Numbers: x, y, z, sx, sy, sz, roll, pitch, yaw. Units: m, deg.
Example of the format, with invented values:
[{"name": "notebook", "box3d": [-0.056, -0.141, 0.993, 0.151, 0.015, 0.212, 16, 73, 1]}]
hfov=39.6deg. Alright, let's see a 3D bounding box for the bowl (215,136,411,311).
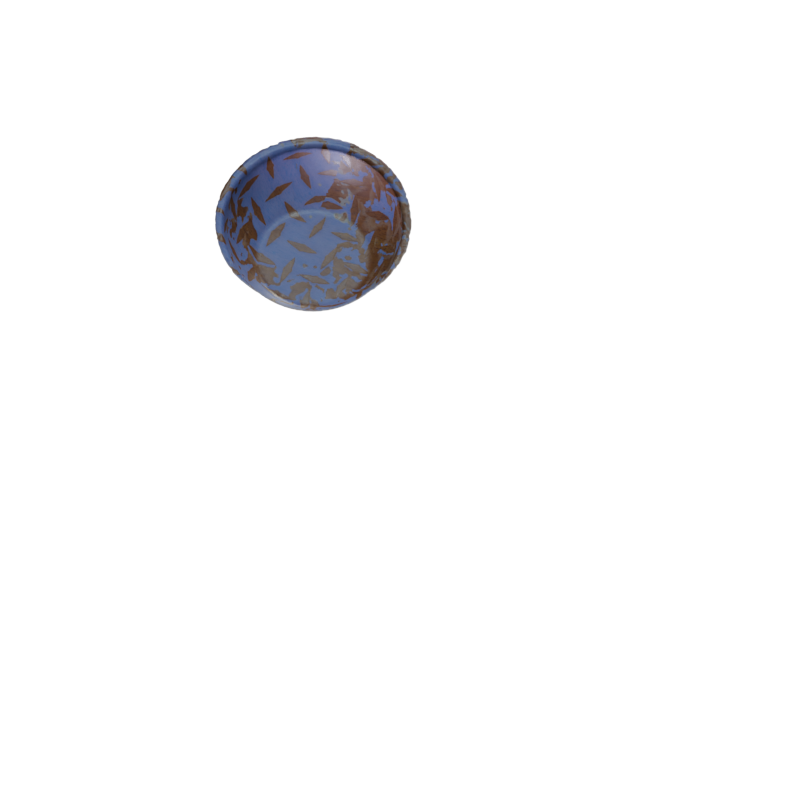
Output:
[{"name": "bowl", "box3d": [-0.070, -0.127, 0.889, 0.162, 0.152, 0.059, 1, 34, -1]}]
